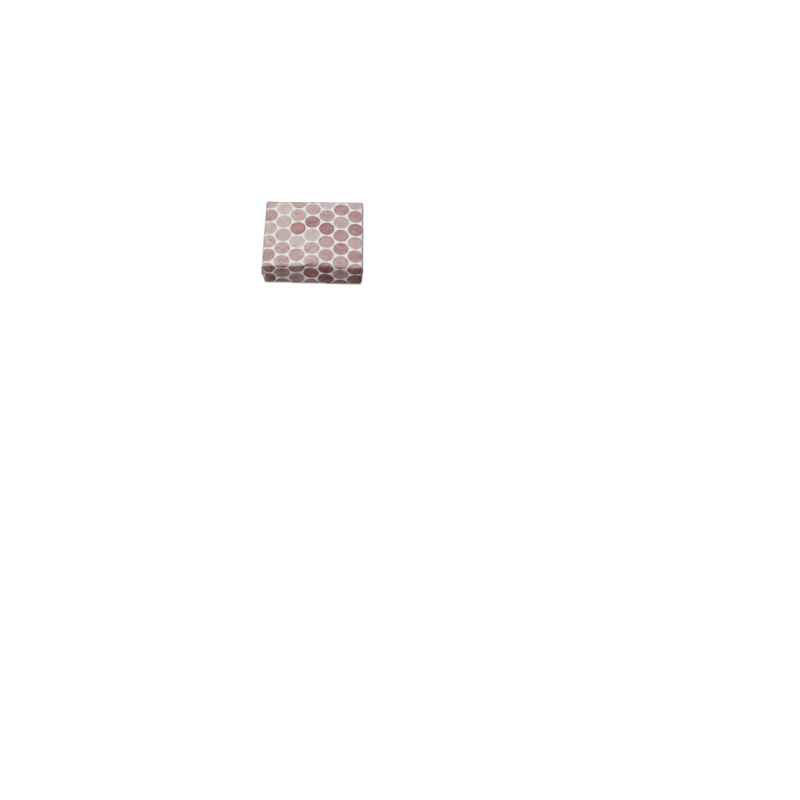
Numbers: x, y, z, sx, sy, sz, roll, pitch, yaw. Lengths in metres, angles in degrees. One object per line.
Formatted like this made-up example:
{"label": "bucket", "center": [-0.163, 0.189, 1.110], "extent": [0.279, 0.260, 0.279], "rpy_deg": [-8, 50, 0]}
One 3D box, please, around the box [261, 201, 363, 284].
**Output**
{"label": "box", "center": [-0.077, -0.141, 0.987], "extent": [0.089, 0.078, 0.028], "rpy_deg": [1, -34, 0]}
